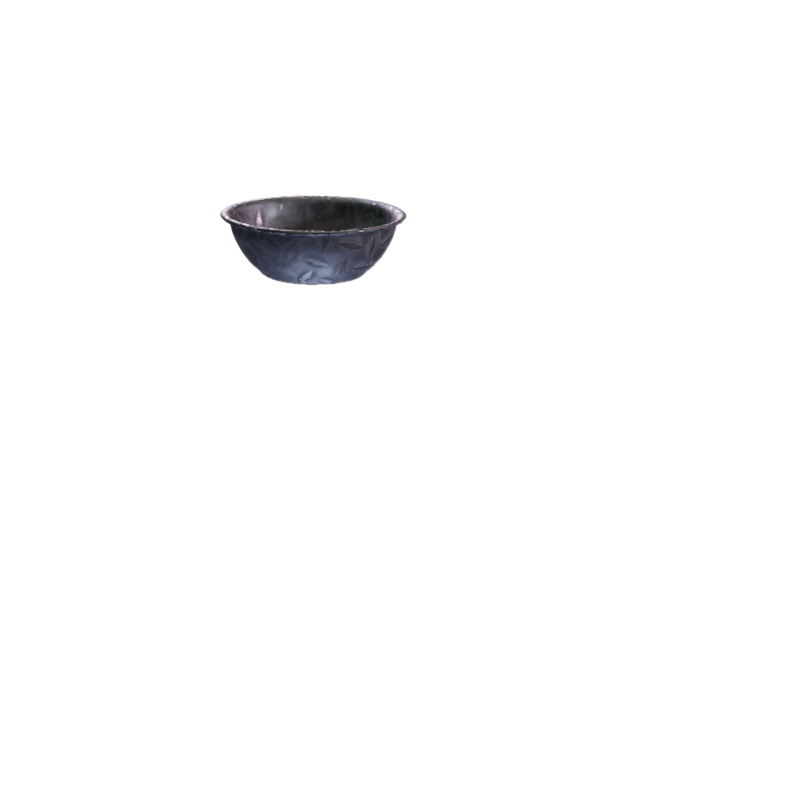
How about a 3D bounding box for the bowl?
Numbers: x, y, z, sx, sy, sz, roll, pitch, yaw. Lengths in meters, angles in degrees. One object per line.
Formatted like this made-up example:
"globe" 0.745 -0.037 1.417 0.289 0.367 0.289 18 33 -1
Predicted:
"bowl" -0.076 -0.139 0.970 0.162 0.053 0.169 -1 20 -2
